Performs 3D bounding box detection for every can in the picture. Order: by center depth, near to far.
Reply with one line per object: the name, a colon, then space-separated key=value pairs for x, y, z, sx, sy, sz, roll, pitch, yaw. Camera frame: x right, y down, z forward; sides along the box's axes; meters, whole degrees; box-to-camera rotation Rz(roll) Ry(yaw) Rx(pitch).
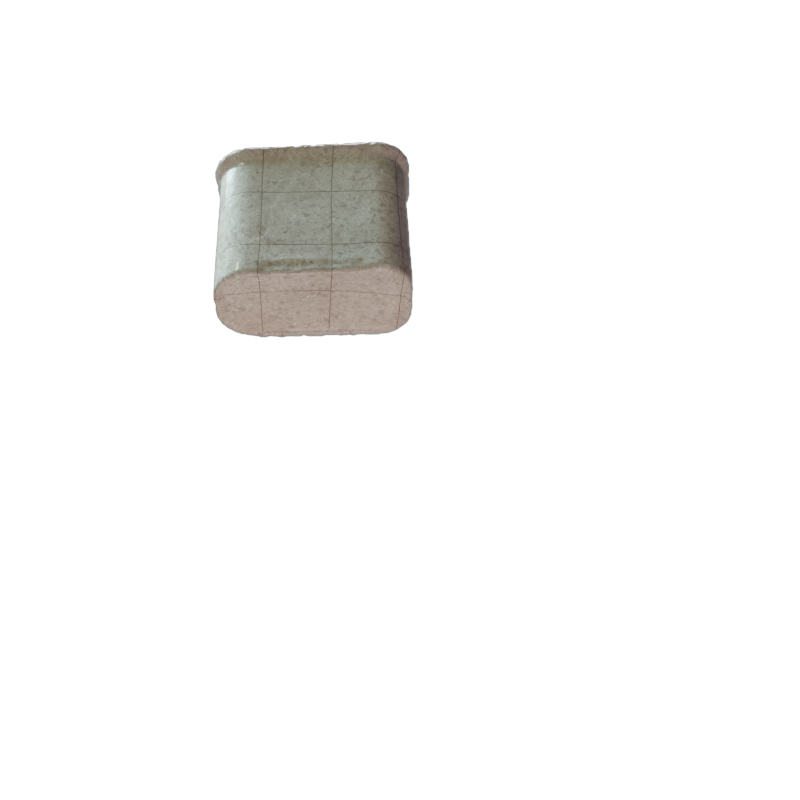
can: x=-0.044 y=-0.080 z=0.562 sx=0.102 sy=0.090 sz=0.053 roll=-2 pitch=-38 yaw=1
